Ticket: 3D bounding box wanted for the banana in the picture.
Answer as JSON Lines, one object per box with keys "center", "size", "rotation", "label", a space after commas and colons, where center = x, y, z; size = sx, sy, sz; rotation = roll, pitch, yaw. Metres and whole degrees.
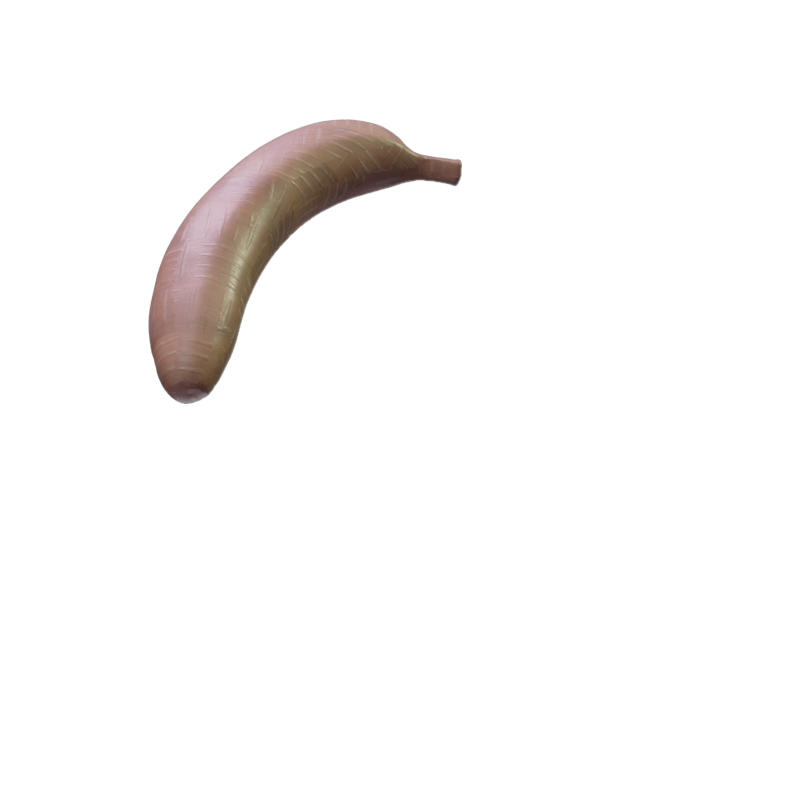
{"center": [-0.048, -0.072, 0.451], "size": [0.073, 0.034, 0.202], "rotation": [21, 44, 23], "label": "banana"}
